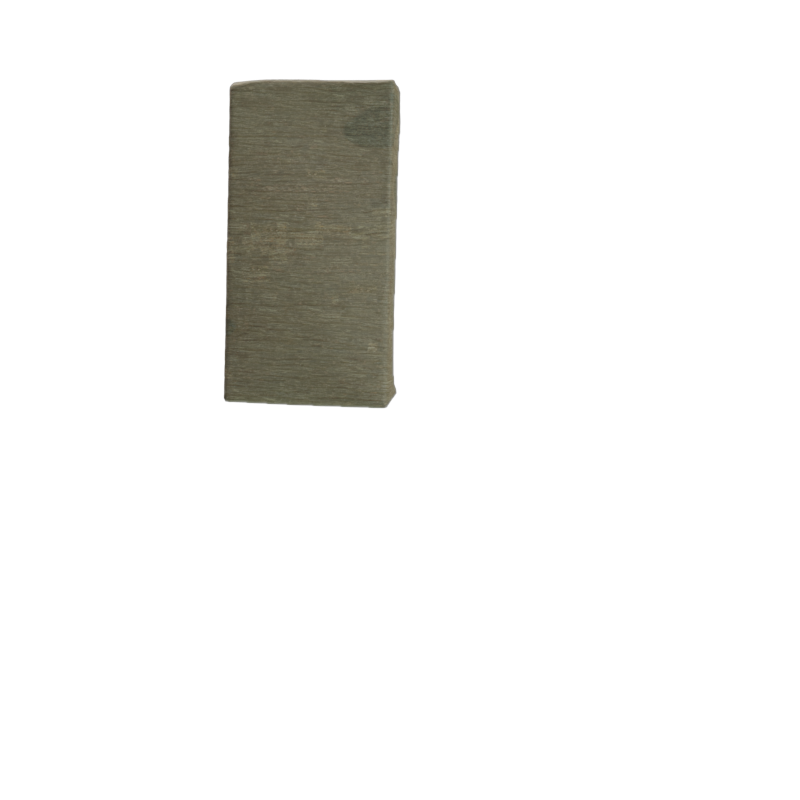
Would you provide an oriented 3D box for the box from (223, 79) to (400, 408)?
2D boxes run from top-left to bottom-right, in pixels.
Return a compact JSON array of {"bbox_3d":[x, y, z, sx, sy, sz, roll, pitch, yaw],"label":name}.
[{"bbox_3d":[-0.048,-0.087,0.612,0.094,0.175,0.048,1,3,8],"label":"box"}]
